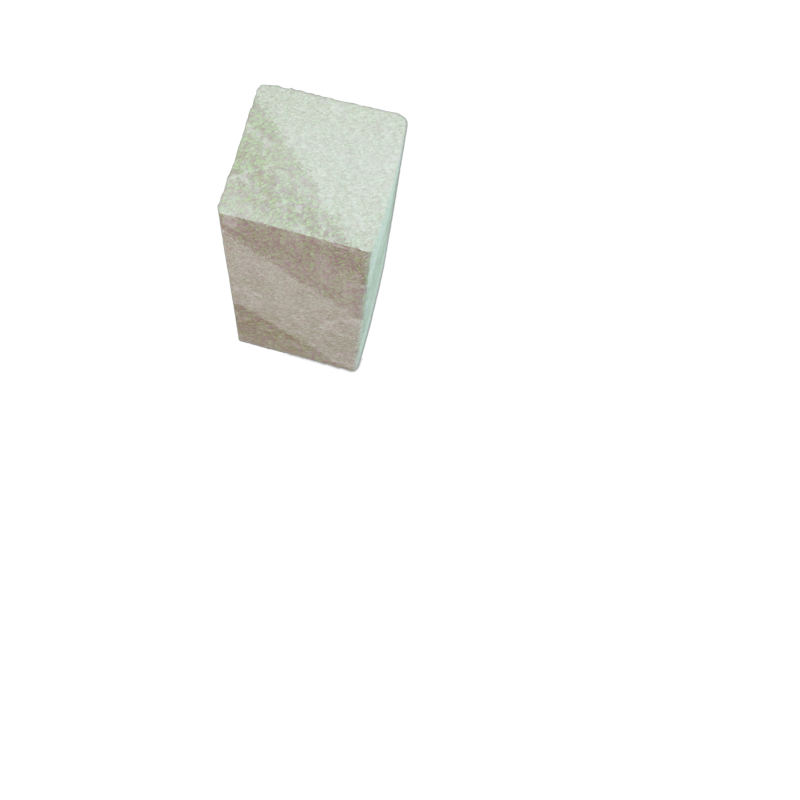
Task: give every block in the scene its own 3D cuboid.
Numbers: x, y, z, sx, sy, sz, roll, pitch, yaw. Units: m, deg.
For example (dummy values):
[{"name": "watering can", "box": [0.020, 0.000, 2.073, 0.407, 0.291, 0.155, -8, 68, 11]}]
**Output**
[{"name": "block", "box": [-0.055, -0.102, 0.707, 0.091, 0.094, 0.197, 14, -19, 1]}]
